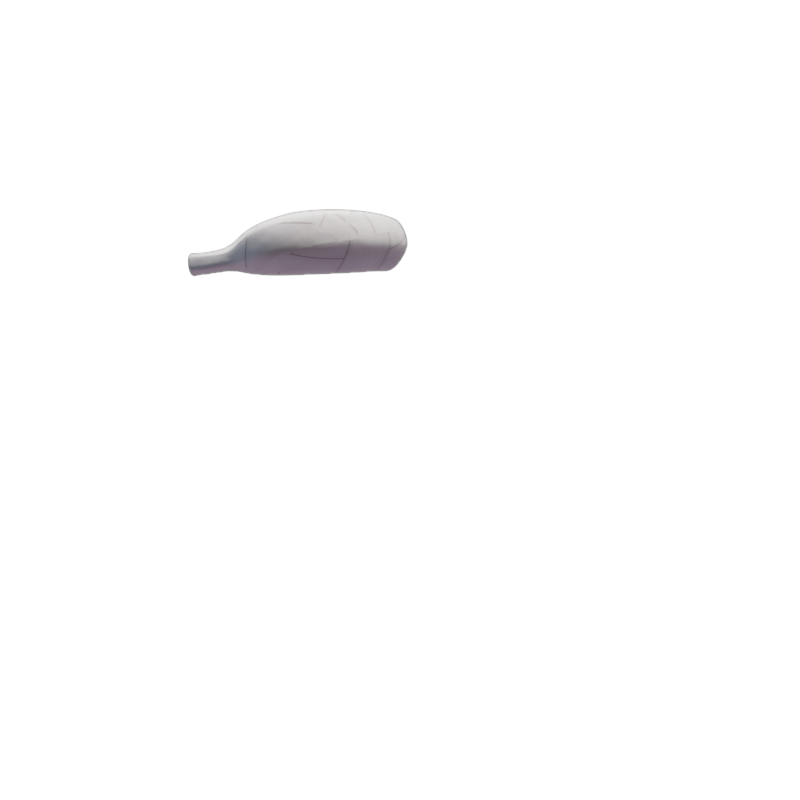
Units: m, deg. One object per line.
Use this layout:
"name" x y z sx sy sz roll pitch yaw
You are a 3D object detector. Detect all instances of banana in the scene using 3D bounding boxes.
"banana" -0.038 -0.093 0.651 0.072 0.036 0.192 4 9 30
